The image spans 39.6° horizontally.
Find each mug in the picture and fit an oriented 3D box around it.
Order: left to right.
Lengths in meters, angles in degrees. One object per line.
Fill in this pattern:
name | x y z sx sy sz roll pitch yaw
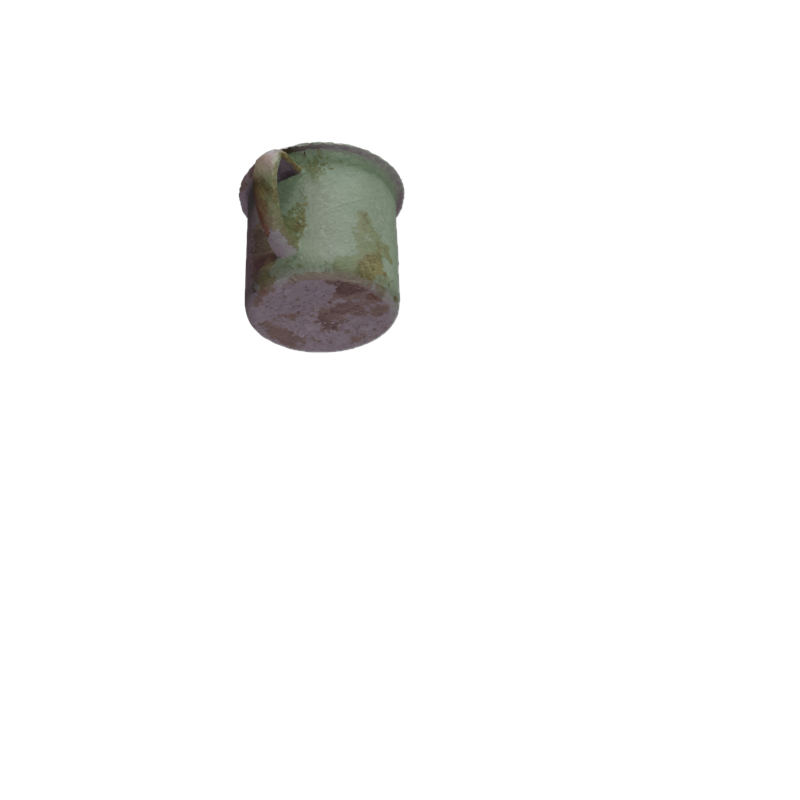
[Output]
mug | -0.046 -0.084 0.590 0.094 0.087 0.108 -12 -34 17
